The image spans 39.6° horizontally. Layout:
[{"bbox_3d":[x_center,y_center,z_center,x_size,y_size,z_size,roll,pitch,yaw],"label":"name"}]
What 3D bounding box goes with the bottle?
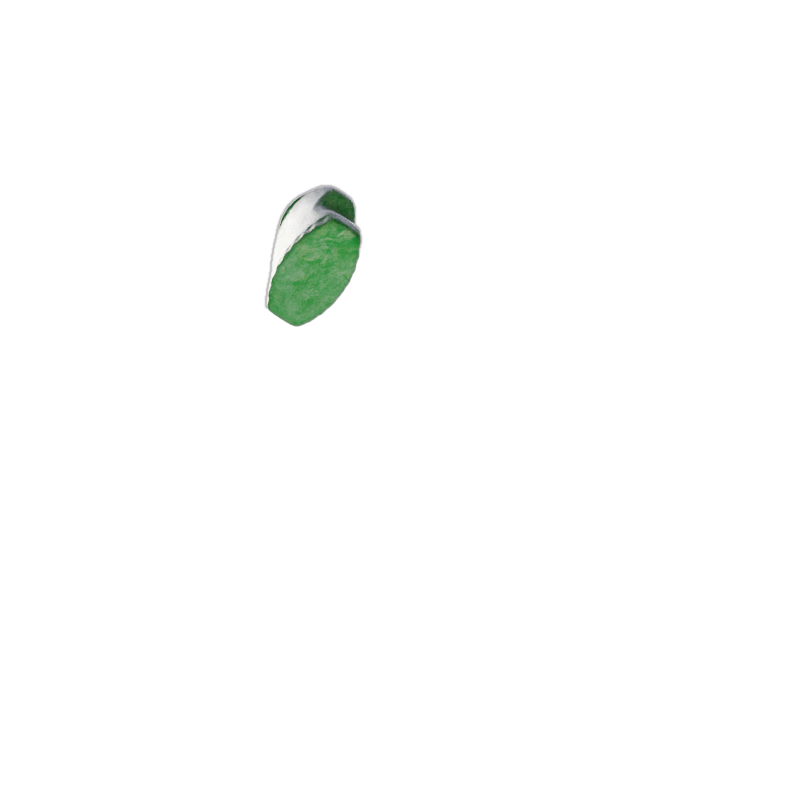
[{"bbox_3d":[-0.077,-0.141,0.982,0.057,0.094,0.201,31,18,-16],"label":"bottle"}]
